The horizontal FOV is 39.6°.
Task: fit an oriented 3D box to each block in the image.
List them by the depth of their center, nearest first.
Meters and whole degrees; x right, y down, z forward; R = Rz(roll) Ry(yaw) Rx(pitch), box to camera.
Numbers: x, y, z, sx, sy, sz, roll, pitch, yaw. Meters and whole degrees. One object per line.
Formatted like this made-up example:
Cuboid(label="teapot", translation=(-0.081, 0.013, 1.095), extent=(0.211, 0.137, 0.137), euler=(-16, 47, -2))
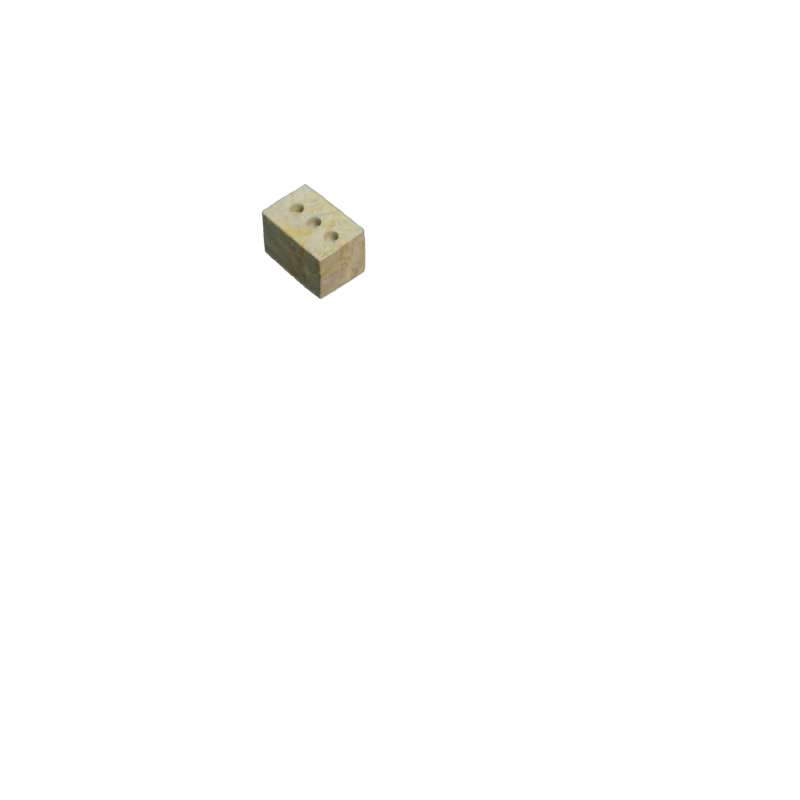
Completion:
Cuboid(label="block", translation=(-0.074, -0.135, 0.948), extent=(0.053, 0.048, 0.083), euler=(-35, 59, -27))
